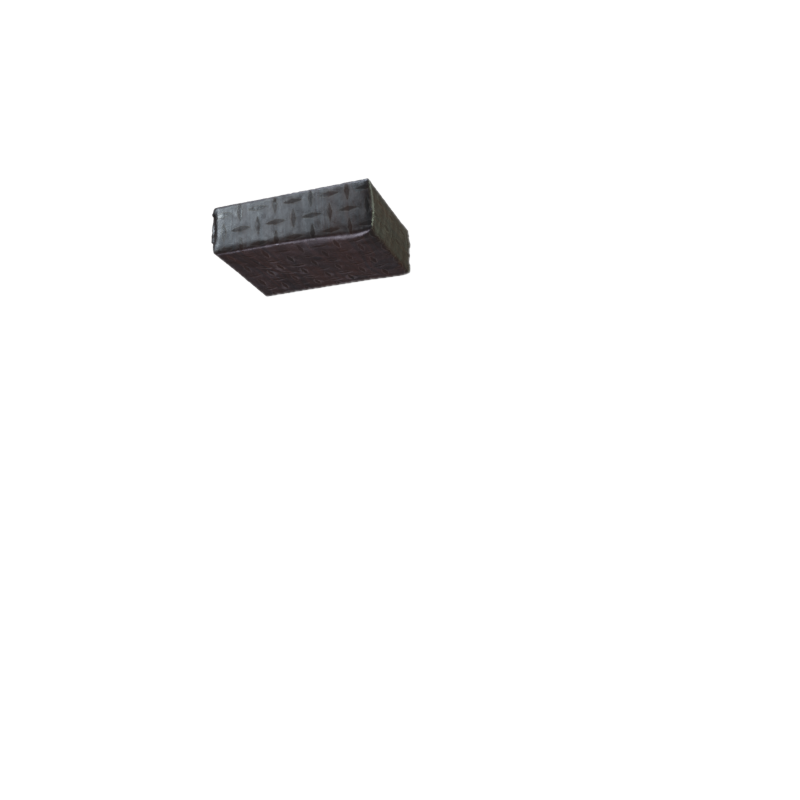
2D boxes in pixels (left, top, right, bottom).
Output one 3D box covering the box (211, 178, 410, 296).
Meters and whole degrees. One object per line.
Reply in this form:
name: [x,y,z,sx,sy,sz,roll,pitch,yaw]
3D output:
box: [-0.059,-0.107,0.752,0.115,0.041,0.084,-5,-17,18]
